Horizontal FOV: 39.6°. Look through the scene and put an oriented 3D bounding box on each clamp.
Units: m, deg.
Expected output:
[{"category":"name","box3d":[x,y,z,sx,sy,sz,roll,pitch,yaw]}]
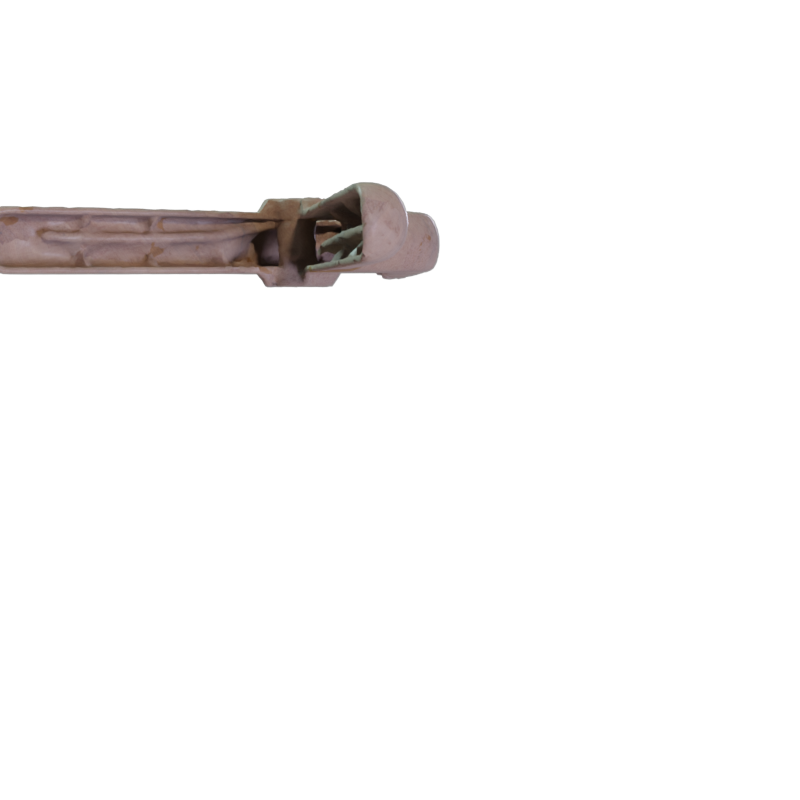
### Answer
[{"category":"clamp","box3d":[-0.035,-0.063,0.441,0.171,0.036,0.203,3,6,31]}]
